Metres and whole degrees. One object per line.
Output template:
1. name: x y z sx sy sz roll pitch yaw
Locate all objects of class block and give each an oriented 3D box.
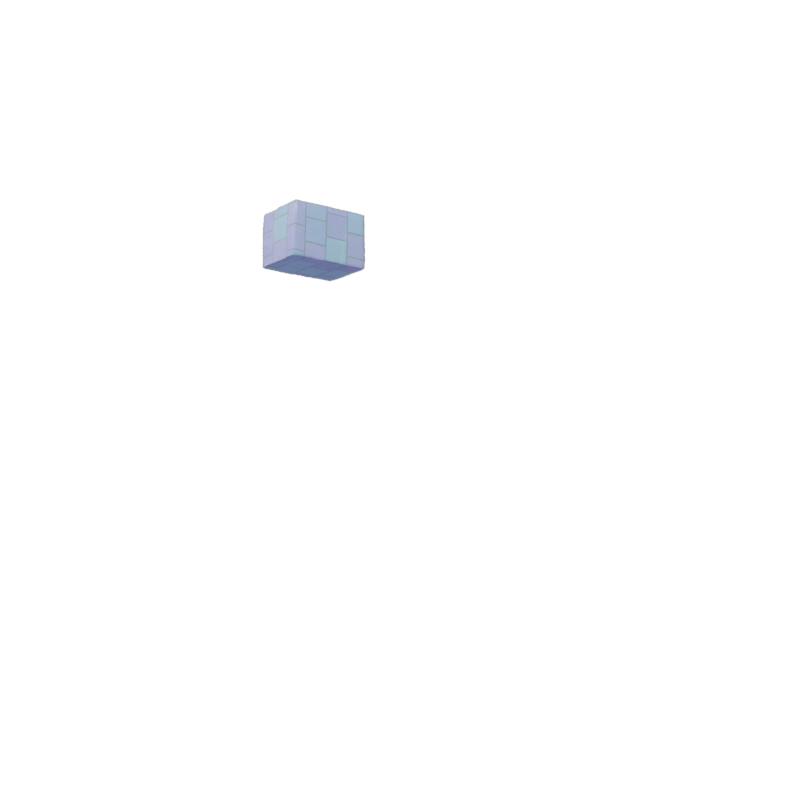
1. block: -0.077 -0.140 0.983 0.074 0.053 0.053 9 -16 -36
